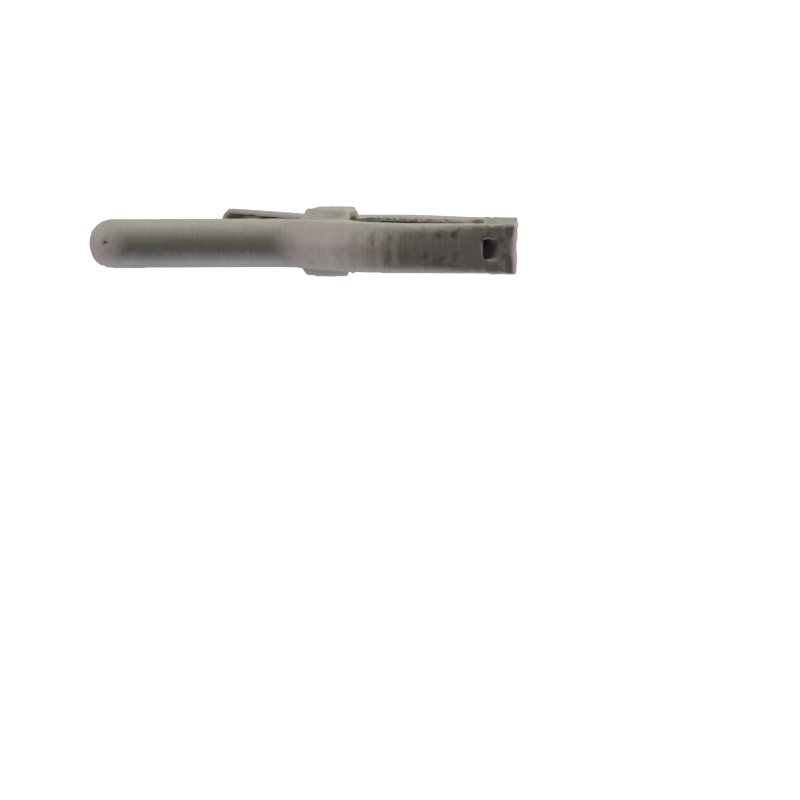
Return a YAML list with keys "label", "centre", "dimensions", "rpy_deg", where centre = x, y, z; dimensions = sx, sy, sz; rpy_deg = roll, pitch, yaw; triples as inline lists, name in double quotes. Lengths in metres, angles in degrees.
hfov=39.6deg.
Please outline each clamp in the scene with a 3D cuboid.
- label: "clamp"
  centre: [-0.046, -0.084, 0.588]
  dimensions: [0.218, 0.036, 0.162]
  rpy_deg: [6, 14, 26]
